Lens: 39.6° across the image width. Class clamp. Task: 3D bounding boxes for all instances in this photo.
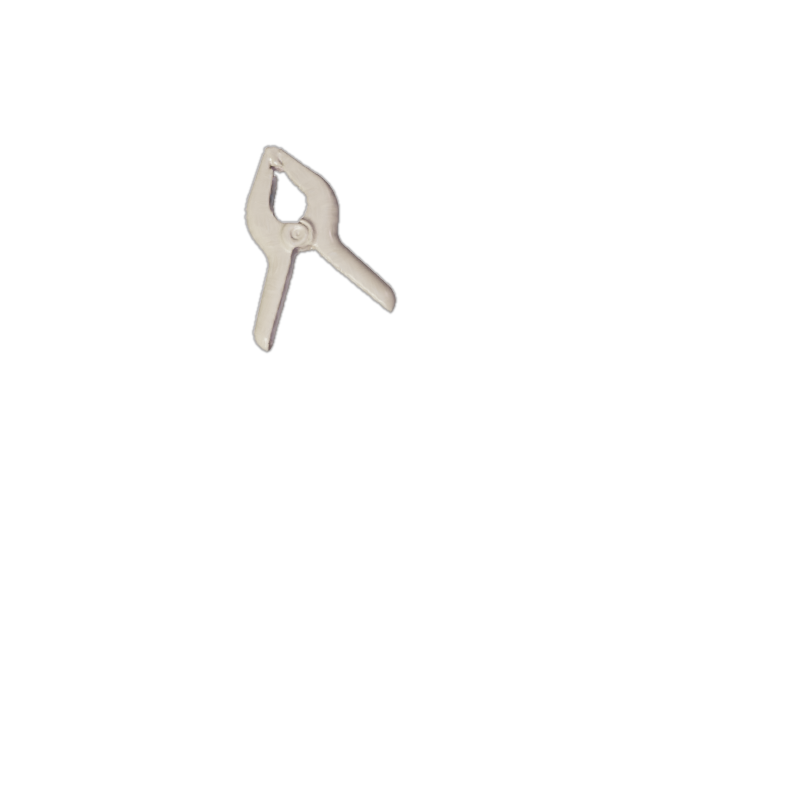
[{"bbox_3d":[-0.073,-0.133,0.928,0.120,0.176,0.038,-9,-10,-2],"label":"clamp"}]
